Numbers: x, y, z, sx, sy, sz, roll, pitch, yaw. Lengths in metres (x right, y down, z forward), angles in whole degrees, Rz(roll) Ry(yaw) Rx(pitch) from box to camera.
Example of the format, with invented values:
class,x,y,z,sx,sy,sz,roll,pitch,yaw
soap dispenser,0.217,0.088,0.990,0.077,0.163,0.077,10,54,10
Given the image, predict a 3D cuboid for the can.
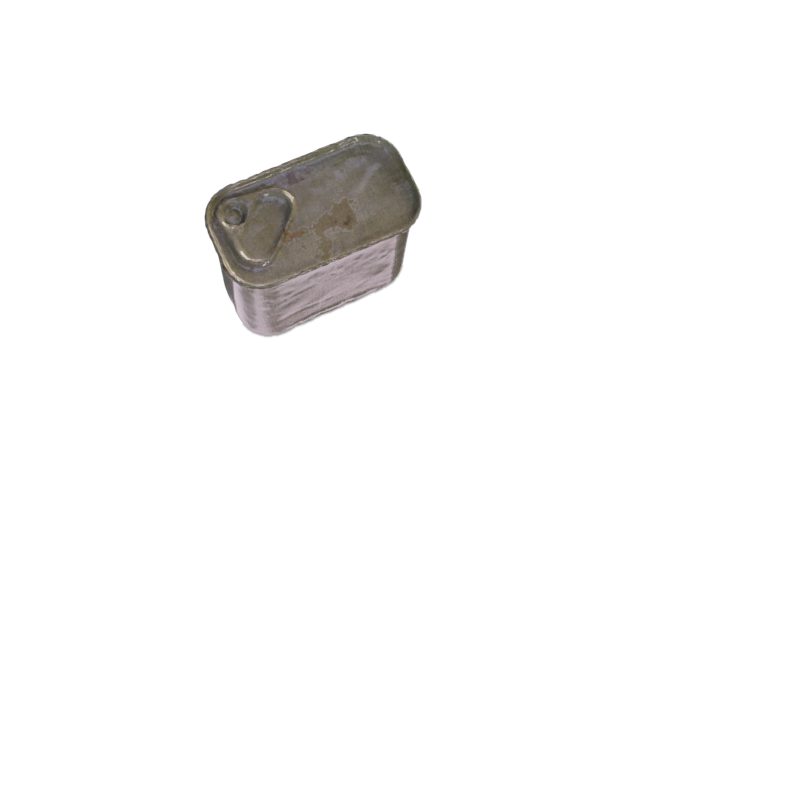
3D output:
class,x,y,z,sx,sy,sz,roll,pitch,yaw
can,-0.045,-0.081,0.568,0.102,0.060,0.080,-24,-15,-10
